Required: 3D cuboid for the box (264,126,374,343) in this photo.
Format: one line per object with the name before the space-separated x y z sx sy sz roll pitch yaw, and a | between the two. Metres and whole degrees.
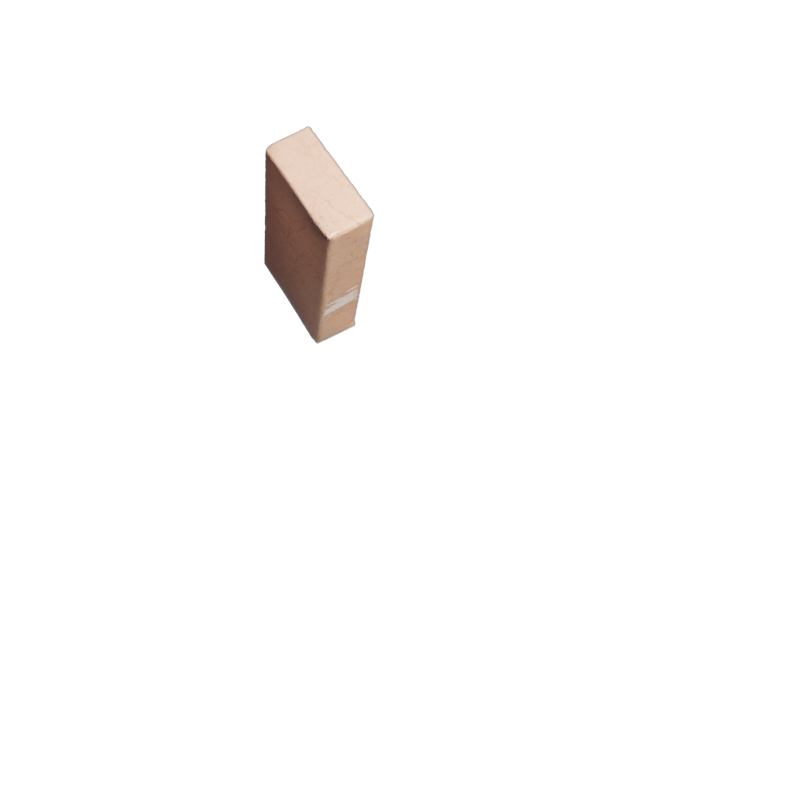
box | -0.068 -0.123 0.865 0.048 0.099 0.167 -28 -20 -15
